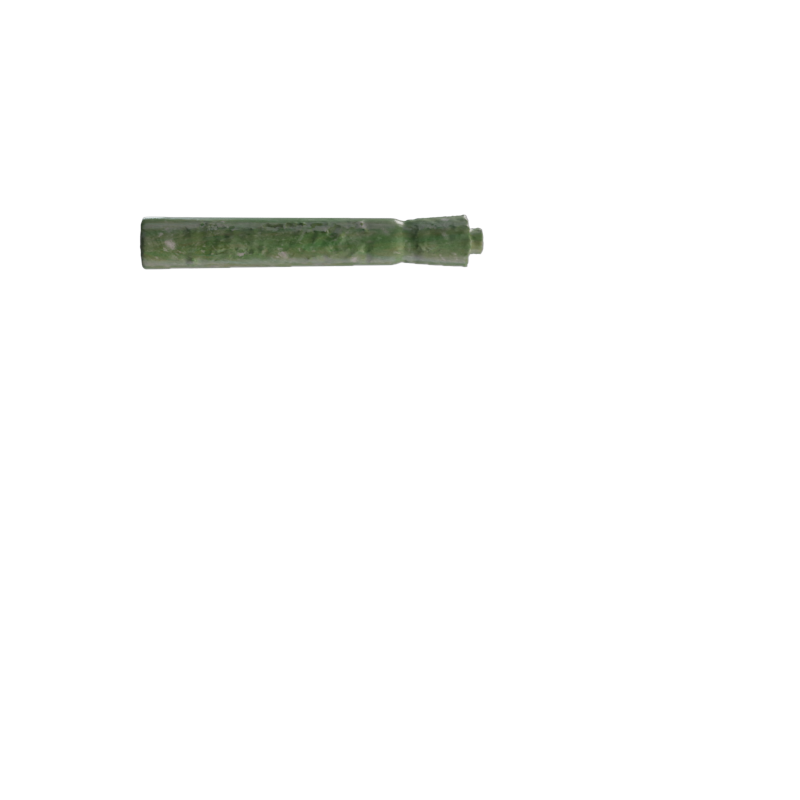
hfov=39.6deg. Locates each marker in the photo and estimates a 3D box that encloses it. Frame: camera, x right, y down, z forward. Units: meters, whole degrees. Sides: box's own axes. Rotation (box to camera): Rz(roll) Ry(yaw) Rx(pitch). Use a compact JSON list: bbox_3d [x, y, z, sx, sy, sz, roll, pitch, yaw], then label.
[{"bbox_3d":[-0.031,-0.056,0.394,0.120,0.020,0.020,-1,4,-2],"label":"marker"}]
